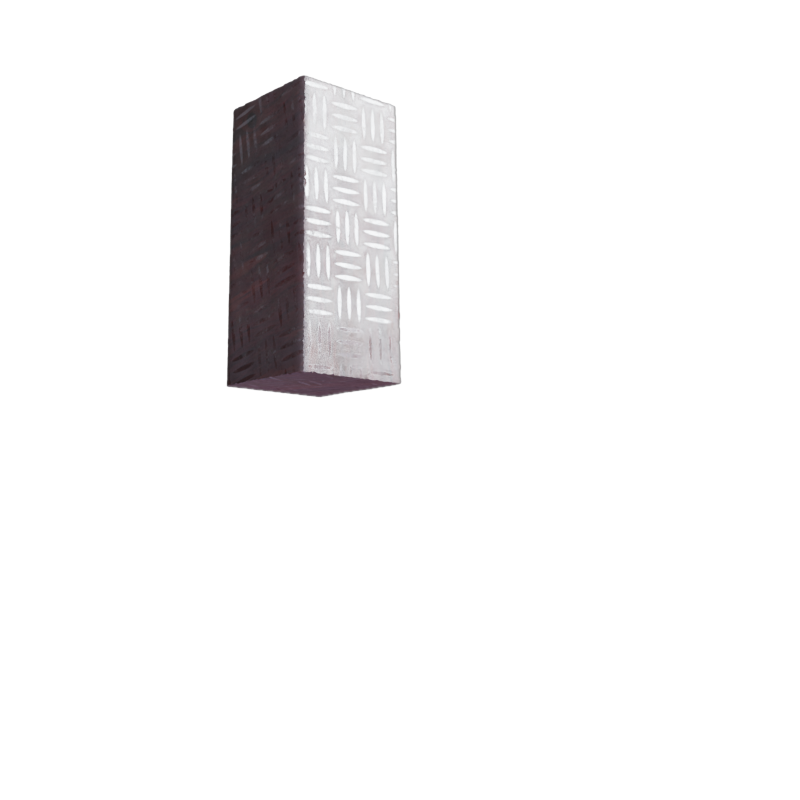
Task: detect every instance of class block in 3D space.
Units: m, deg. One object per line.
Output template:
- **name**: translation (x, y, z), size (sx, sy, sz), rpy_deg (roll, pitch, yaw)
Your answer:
- **block**: translation (-0.062, -0.113, 0.794), size (0.086, 0.214, 0.092), rpy_deg (11, -19, -40)
